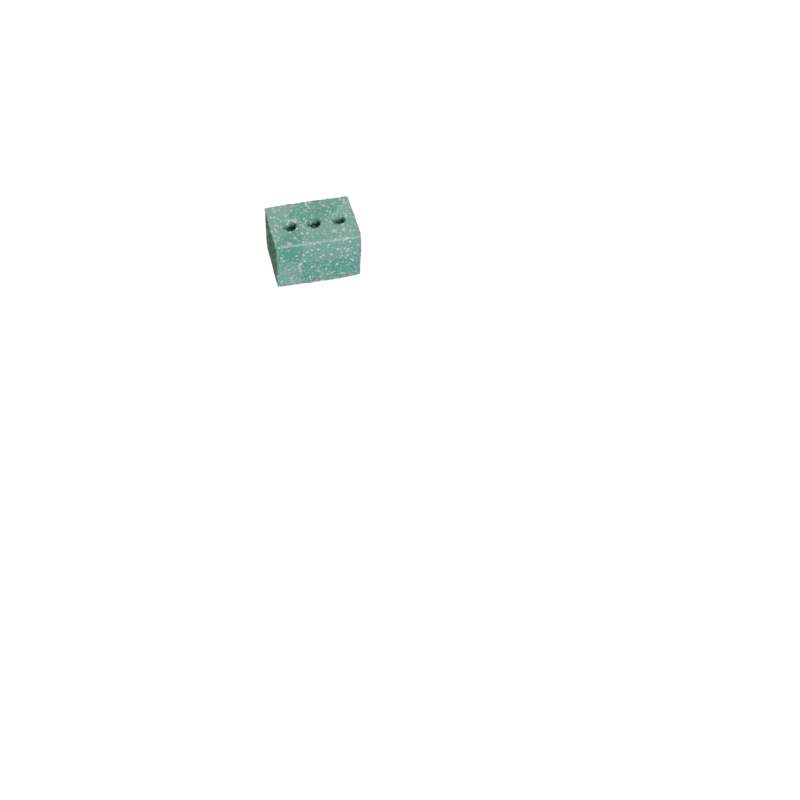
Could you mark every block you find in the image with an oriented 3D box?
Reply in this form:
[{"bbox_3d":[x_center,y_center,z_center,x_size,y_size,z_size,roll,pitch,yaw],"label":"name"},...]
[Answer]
[{"bbox_3d":[-0.077,-0.140,0.982,0.077,0.057,0.048,-10,-40,-10],"label":"block"}]
